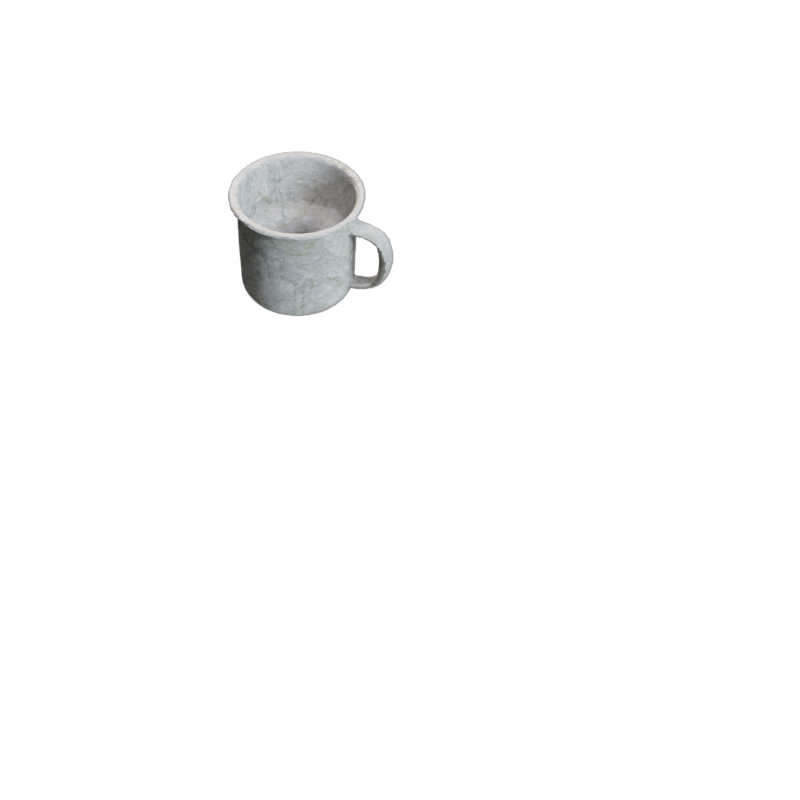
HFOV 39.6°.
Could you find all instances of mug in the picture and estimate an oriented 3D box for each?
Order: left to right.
[{"bbox_3d":[-0.060,-0.110,0.769,0.121,0.076,0.097,16,47,14],"label":"mug"}]
